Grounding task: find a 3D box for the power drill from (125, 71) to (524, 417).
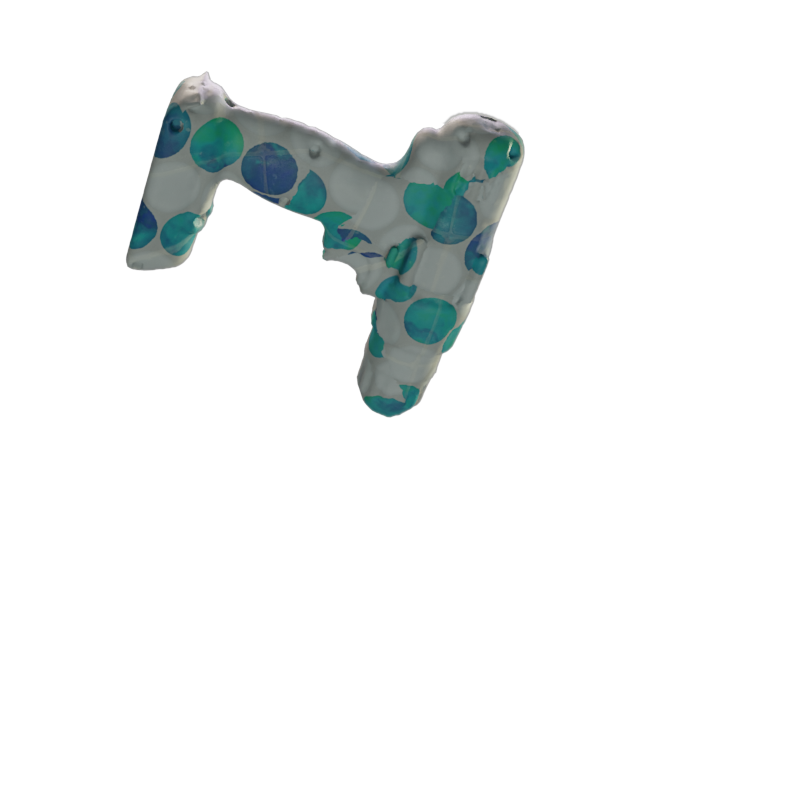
[{"bbox_3d":[-0.047,-0.085,0.595,0.185,0.177,0.061,15,27,-8],"label":"power drill"}]
